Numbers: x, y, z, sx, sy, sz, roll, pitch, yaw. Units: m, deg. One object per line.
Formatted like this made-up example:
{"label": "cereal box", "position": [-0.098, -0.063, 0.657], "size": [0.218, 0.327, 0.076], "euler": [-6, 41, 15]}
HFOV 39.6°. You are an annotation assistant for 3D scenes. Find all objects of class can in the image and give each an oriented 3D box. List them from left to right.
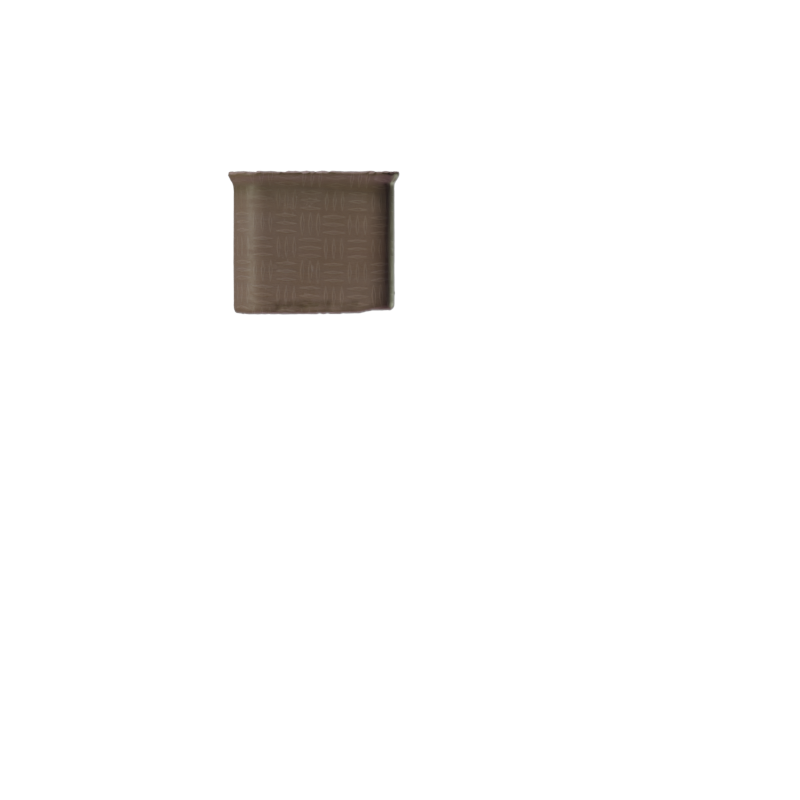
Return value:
{"label": "can", "position": [-0.052, -0.095, 0.668], "size": [0.101, 0.083, 0.058], "euler": [0, 4, -4]}
